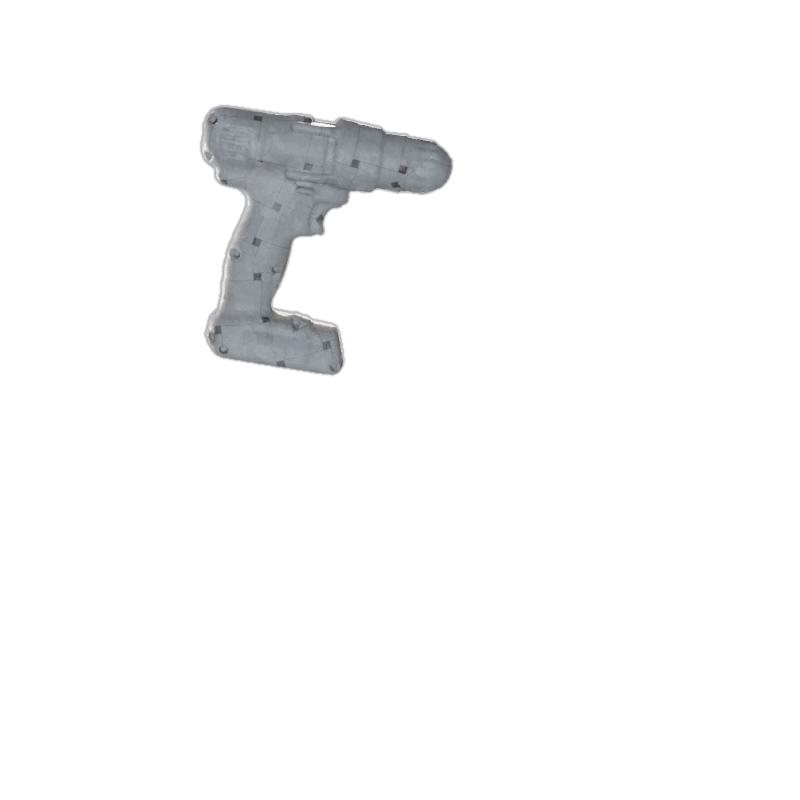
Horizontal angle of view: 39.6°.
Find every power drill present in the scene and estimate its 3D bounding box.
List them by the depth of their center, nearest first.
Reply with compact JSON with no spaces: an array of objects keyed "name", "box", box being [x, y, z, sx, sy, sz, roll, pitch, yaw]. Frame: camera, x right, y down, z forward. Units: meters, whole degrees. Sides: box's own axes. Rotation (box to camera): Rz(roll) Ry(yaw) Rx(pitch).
[{"name":"power drill","box":[-0.065,-0.118,0.824,0.184,0.184,0.059,9,10,-2]}]
